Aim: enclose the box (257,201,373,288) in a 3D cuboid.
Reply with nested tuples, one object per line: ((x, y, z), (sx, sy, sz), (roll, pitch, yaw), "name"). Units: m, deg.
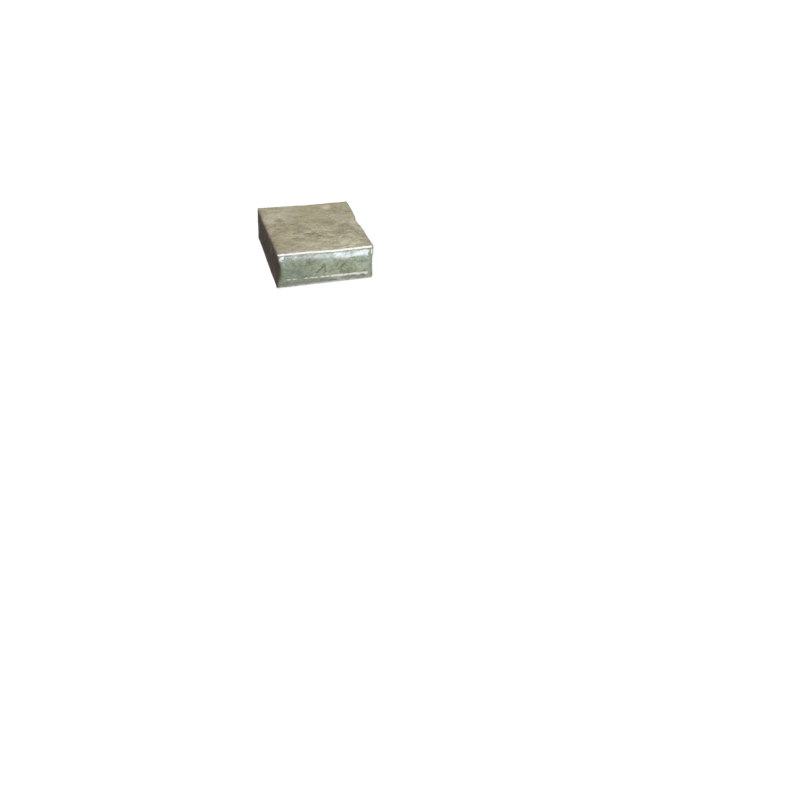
((-0.066, -0.120, 0.844), (0.072, 0.028, 0.096), (-7, 32, -12), "box")
